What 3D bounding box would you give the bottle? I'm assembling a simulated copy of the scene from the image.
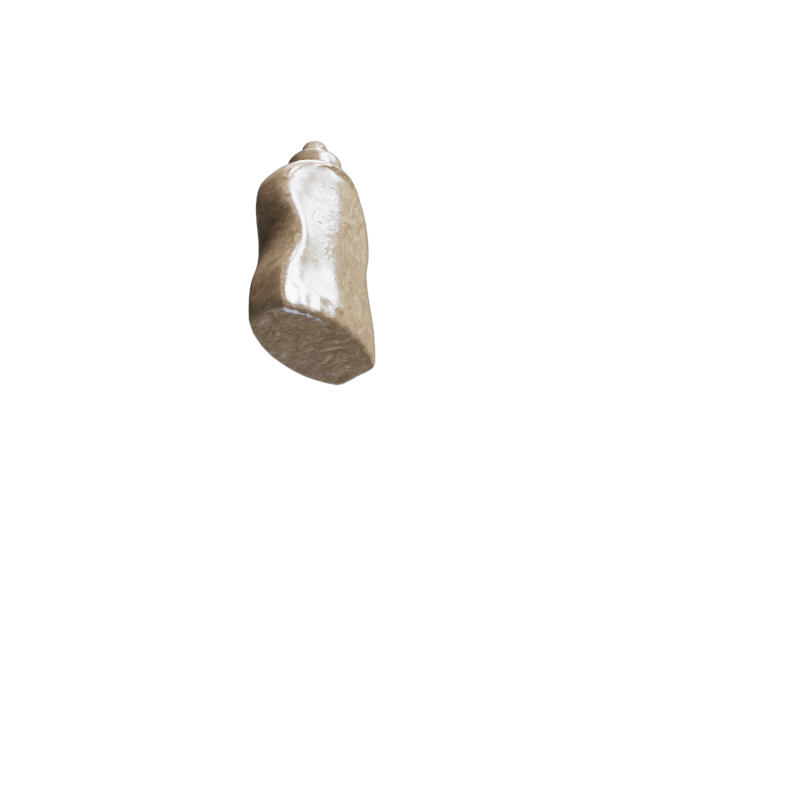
[{"bbox_3d":[-0.061,-0.111,0.778,0.058,0.206,0.090,-31,-47,30],"label":"bottle"}]
